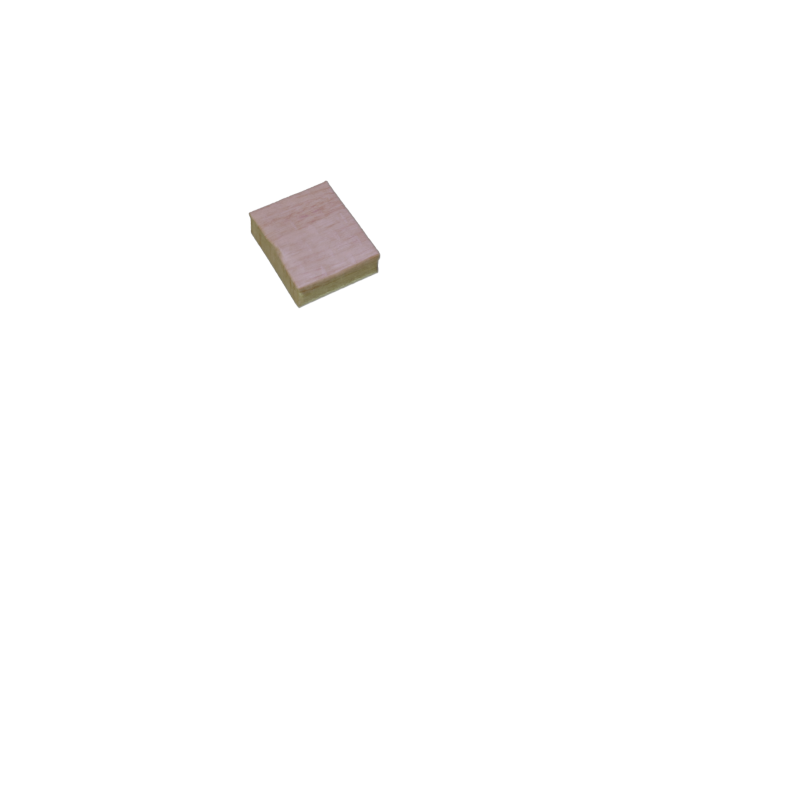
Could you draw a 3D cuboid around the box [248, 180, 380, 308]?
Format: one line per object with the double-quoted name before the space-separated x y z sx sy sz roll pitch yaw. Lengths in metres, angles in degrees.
"box" -0.069 -0.126 0.883 0.073 0.096 0.028 -24 -31 -16
